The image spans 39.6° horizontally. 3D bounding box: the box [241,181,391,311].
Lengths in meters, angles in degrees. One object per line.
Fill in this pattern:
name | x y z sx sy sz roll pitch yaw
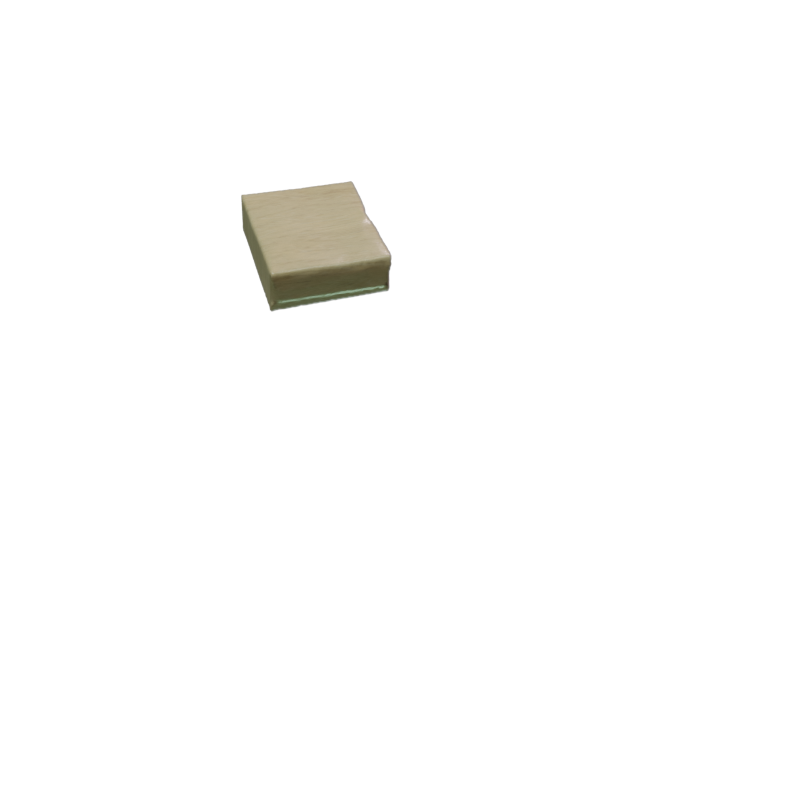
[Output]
box | -0.053 -0.096 0.672 0.072 0.028 0.097 -10 41 -12
